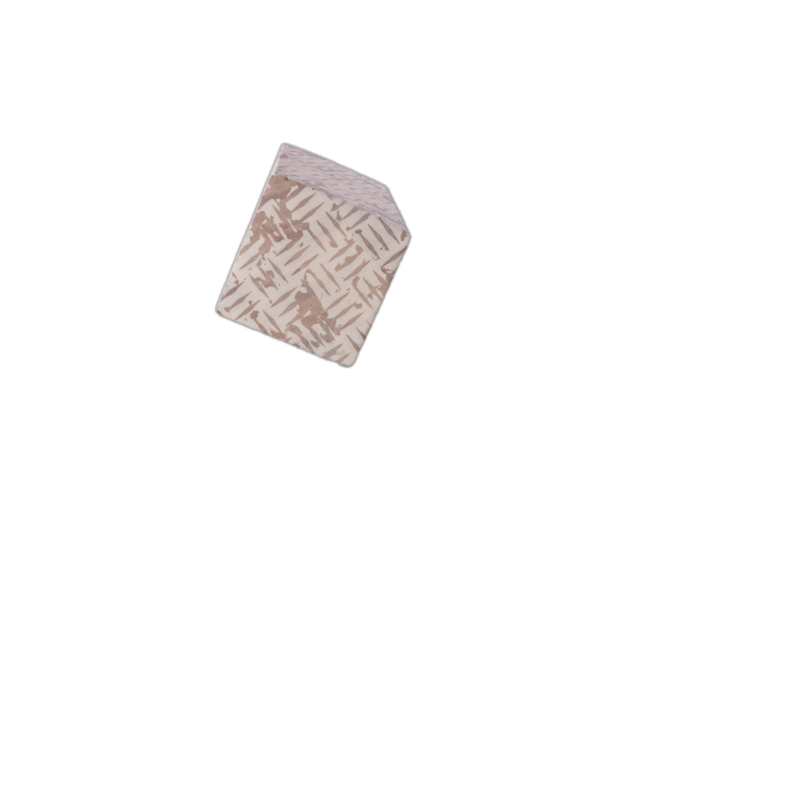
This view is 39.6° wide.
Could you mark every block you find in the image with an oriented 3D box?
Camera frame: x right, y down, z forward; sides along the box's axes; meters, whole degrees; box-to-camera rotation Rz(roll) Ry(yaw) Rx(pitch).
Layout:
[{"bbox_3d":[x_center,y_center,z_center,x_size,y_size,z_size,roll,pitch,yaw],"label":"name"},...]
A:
[{"bbox_3d":[-0.057,-0.105,0.737,0.089,0.089,0.213,22,14,-10],"label":"block"}]
